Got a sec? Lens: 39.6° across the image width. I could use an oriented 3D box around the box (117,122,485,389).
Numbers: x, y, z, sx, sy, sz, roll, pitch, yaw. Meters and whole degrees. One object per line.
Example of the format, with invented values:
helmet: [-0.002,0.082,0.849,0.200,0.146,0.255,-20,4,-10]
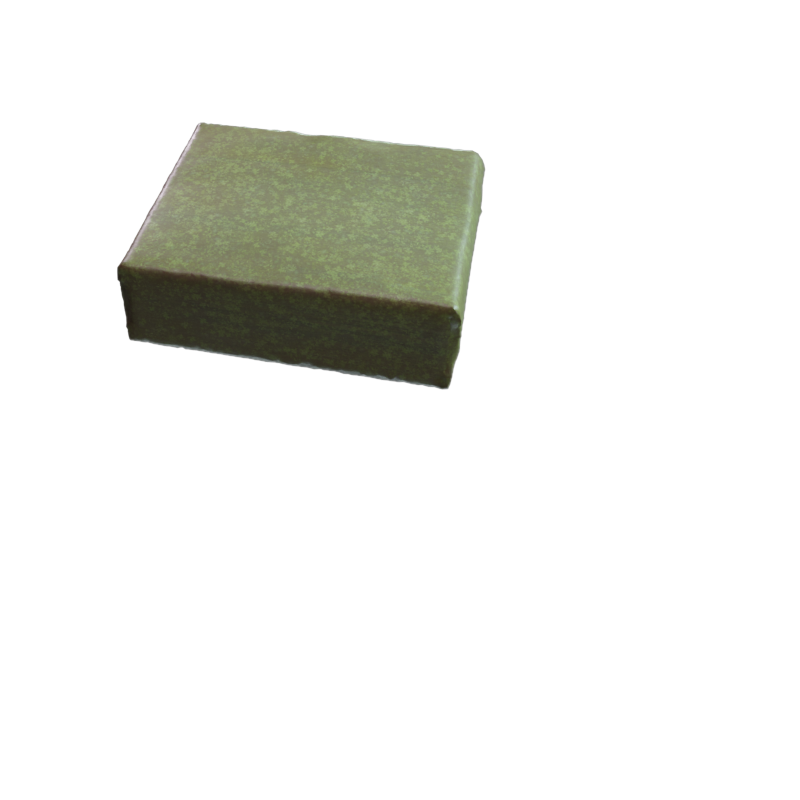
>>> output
box: [-0.024,-0.044,0.309,0.090,0.028,0.077,7,42,7]
